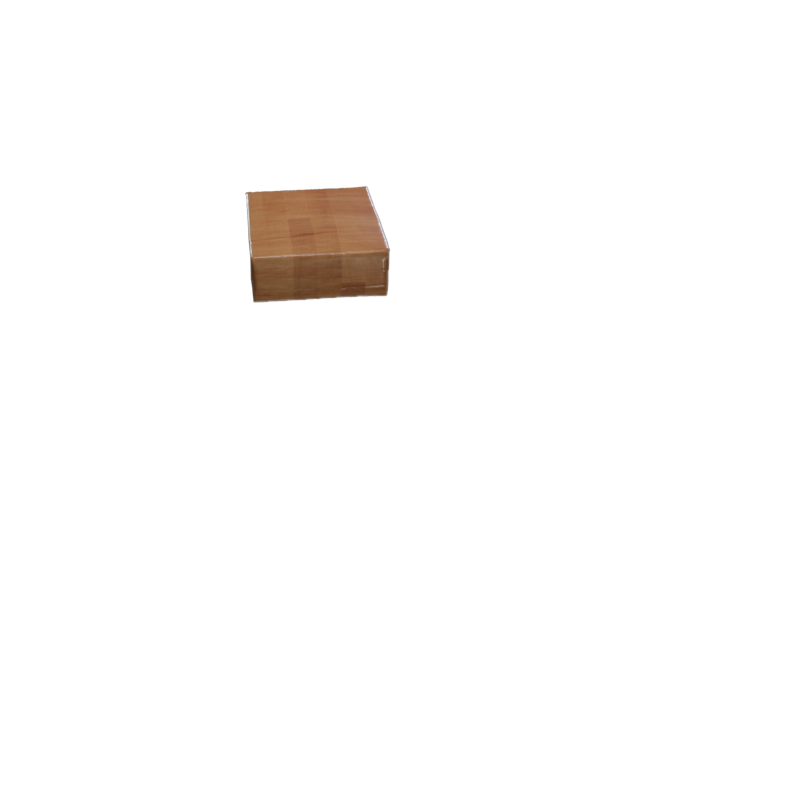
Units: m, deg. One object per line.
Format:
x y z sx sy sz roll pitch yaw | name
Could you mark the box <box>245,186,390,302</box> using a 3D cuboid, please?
-0.059 -0.108 0.758 0.089 0.037 0.121 -3 29 -7 | box
